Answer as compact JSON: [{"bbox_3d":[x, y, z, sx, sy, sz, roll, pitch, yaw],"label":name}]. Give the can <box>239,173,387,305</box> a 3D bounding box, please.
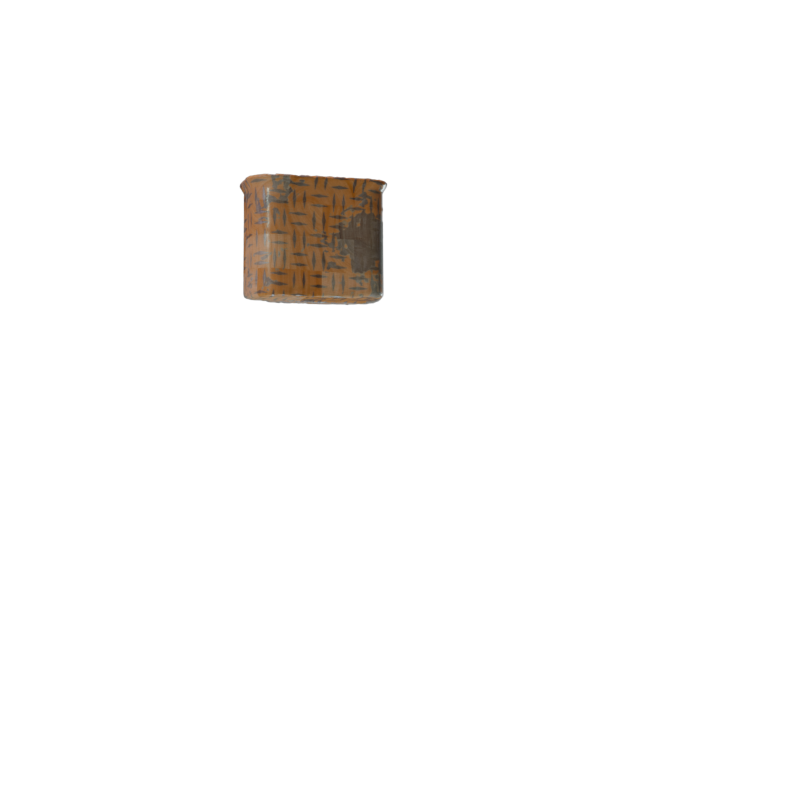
[{"bbox_3d":[-0.061,-0.111,0.780,0.100,0.085,0.058,1,-6,-17],"label":"can"}]
